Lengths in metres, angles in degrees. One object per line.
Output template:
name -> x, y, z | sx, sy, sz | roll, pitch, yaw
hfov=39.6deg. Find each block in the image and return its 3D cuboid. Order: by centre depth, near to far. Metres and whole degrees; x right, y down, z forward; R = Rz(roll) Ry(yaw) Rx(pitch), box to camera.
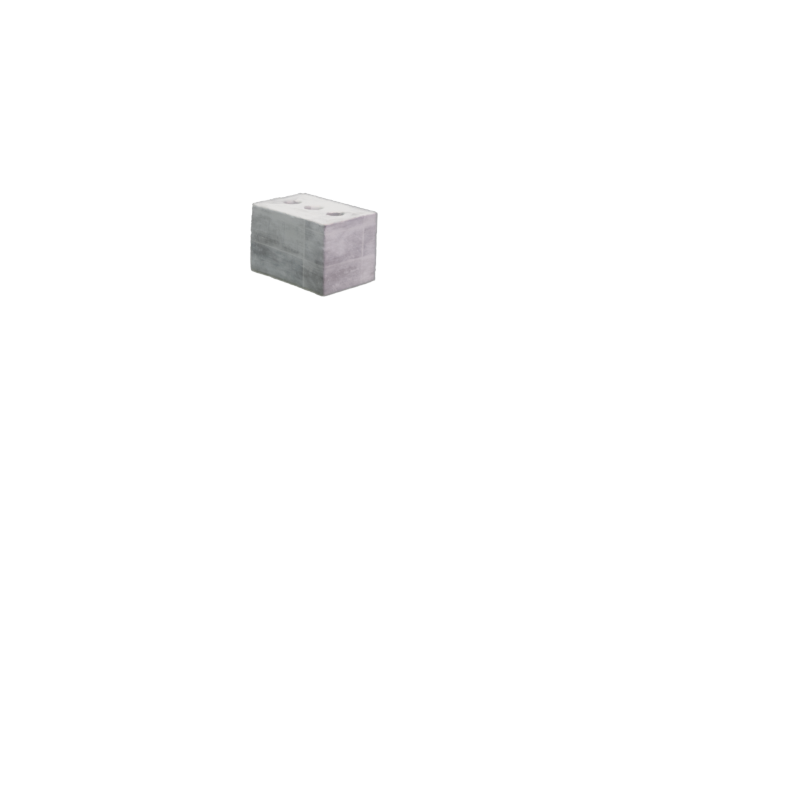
block -> -0.061, -0.110, 0.774 | 0.052, 0.049, 0.083 | -19, 29, -42
